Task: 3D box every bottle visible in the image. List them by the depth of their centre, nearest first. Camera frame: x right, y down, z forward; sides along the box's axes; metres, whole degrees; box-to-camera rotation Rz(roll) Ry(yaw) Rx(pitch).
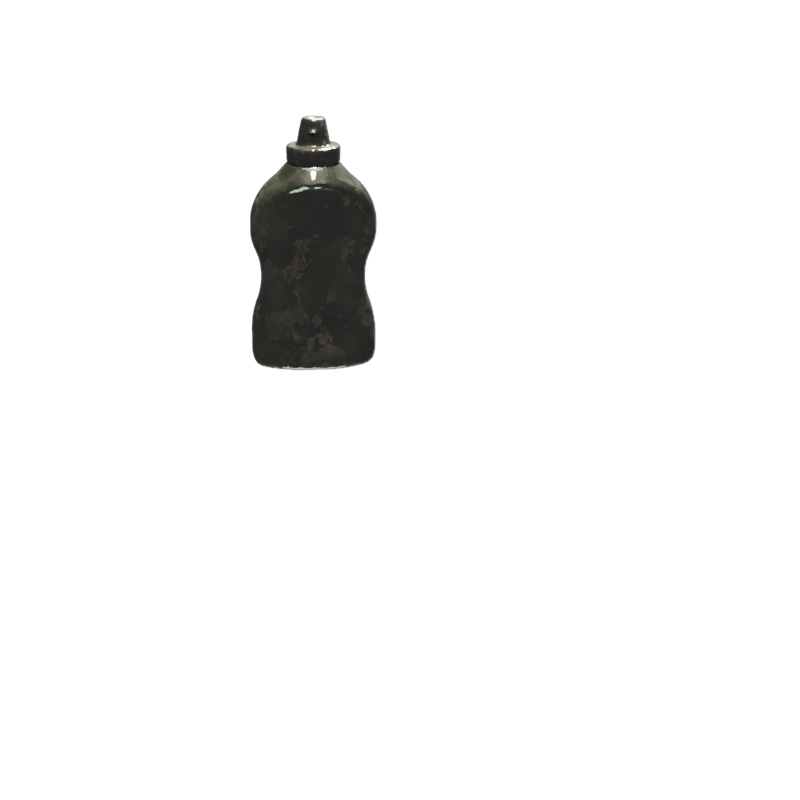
[{"bbox_3d":[-0.066,-0.121,0.845,0.096,0.185,0.061,0,17,-4],"label":"bottle"}]
